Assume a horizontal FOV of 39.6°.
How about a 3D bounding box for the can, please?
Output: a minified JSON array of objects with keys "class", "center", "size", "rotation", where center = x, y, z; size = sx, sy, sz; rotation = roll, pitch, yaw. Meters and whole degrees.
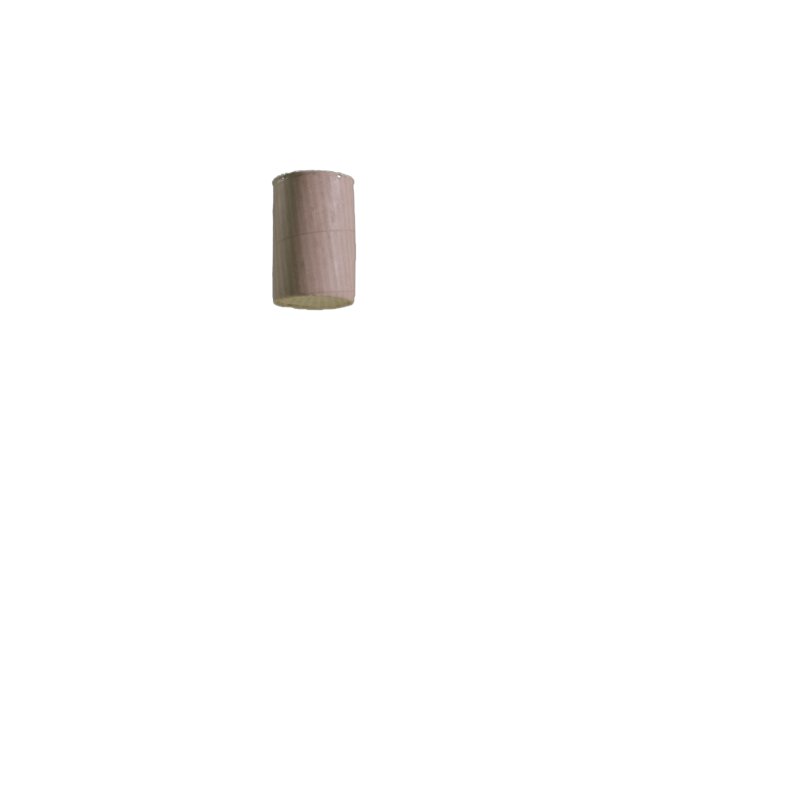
[{"class":"can","center":[-0.070,-0.128,0.899],"size":[0.068,0.105,0.067],"rotation":[0,-10,-2]}]
